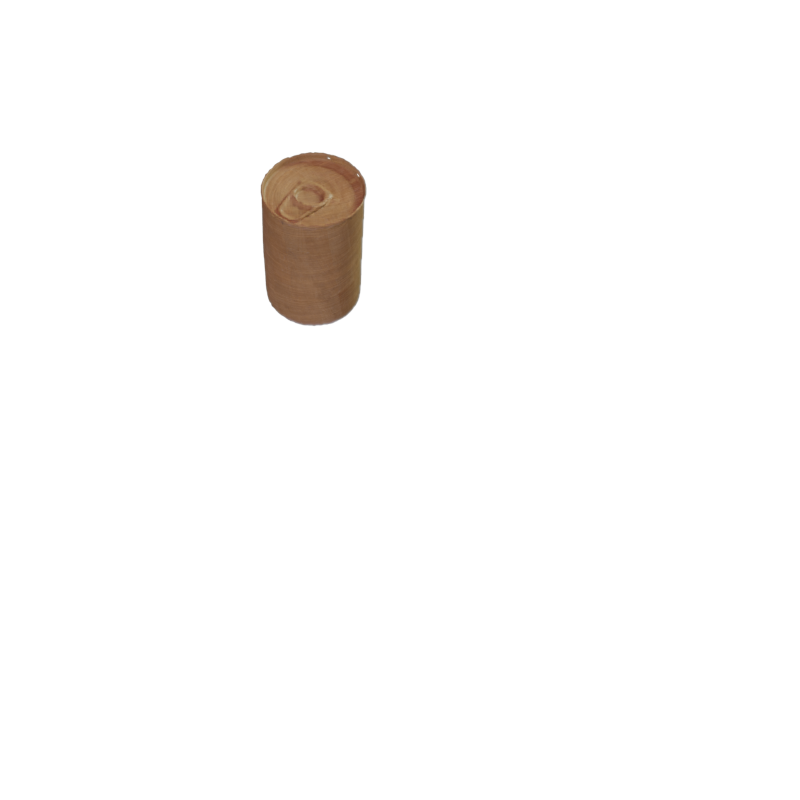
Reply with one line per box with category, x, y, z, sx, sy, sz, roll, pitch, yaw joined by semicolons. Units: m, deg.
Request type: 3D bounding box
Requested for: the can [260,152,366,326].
can;-0.058;-0.106;0.746;0.068;0.073;0.095;0;-39;-3
